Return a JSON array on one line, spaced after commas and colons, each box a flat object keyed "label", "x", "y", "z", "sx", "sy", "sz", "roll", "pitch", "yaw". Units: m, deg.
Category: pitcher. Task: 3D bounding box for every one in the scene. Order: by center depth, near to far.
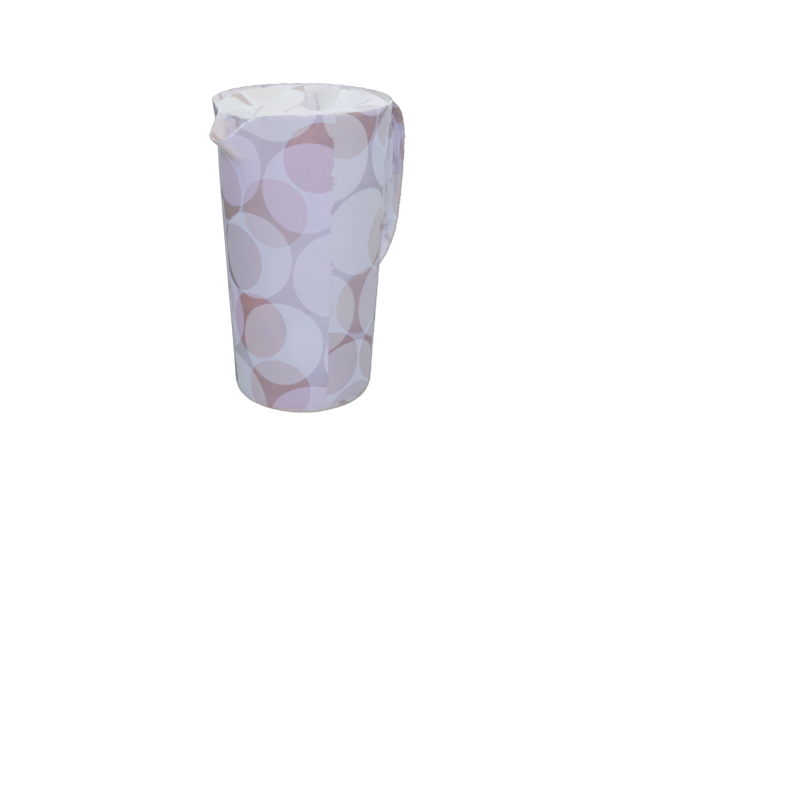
[{"label": "pitcher", "x": -0.067, "y": -0.123, "z": 0.861, "sx": 0.149, "sy": 0.232, "sz": 0.152, "roll": 0, "pitch": 21, "yaw": -3}]
